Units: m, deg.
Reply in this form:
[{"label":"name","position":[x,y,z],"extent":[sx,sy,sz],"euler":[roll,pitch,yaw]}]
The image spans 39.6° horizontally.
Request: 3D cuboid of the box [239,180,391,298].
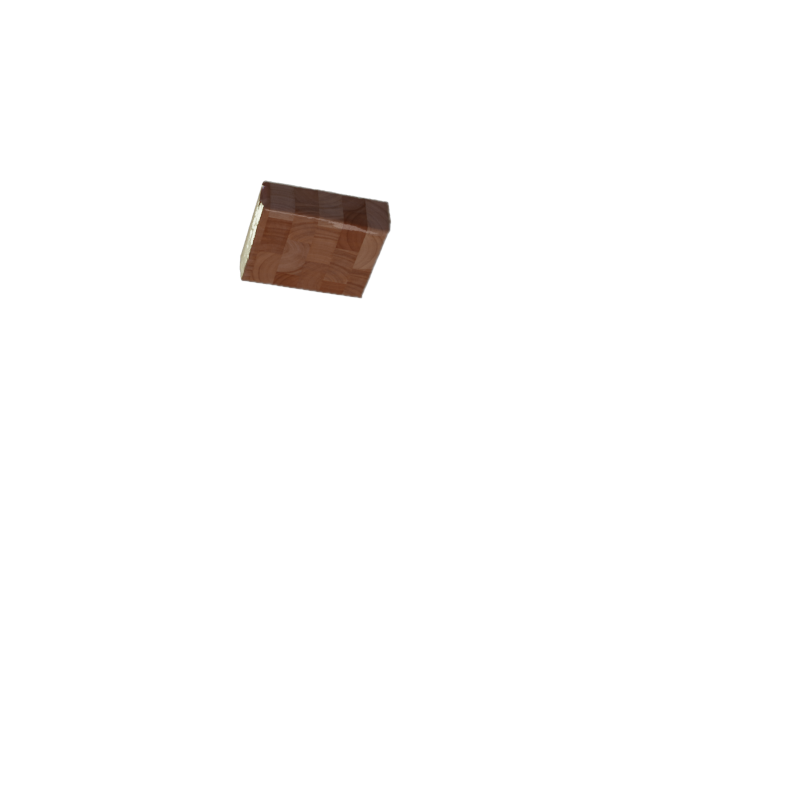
[{"label":"box","position":[-0.074,-0.135,0.946],"extent":[0.111,0.042,0.085],"euler":[10,-42,-12]}]
